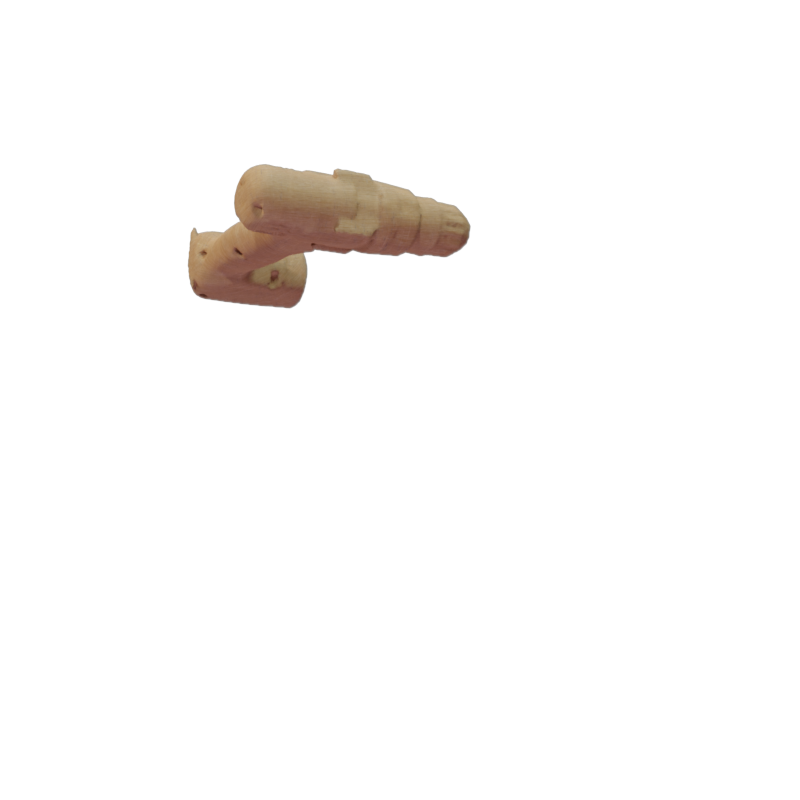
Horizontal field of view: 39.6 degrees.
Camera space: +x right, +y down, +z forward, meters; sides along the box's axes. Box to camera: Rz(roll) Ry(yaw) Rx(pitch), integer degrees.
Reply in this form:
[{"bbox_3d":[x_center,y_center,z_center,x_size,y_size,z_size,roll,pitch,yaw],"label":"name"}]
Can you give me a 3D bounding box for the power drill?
[{"bbox_3d":[-0.066,-0.120,0.842,0.177,0.060,0.188,8,-17,-30],"label":"power drill"}]
